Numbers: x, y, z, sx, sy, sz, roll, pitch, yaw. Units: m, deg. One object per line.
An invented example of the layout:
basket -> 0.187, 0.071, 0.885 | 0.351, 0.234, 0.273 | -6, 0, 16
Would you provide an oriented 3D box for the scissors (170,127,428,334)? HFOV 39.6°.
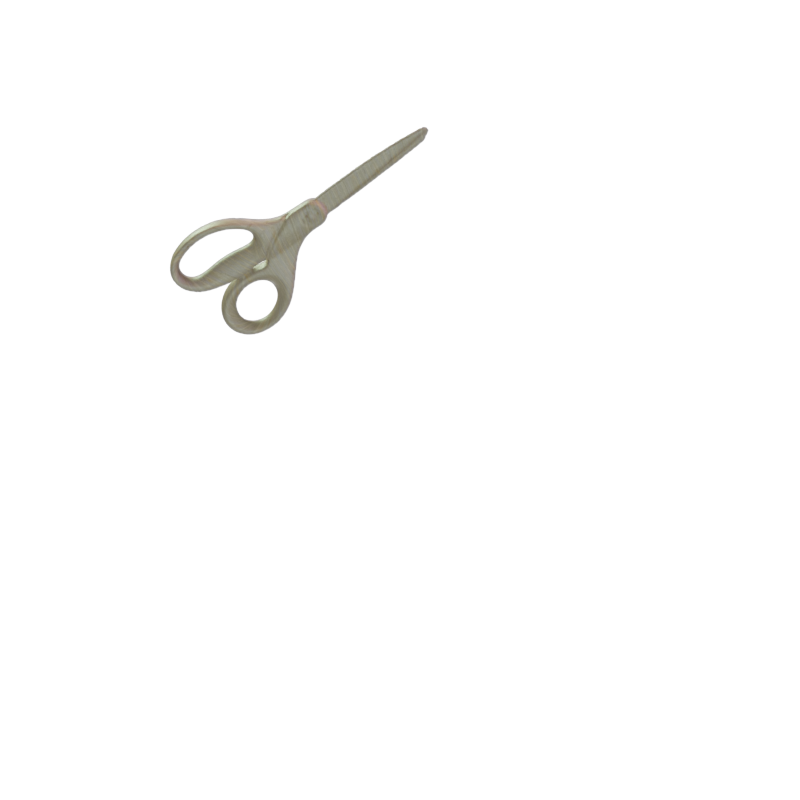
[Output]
scissors -> -0.060, -0.109, 0.764 | 0.202, 0.091, 0.017 | -20, 22, 8
